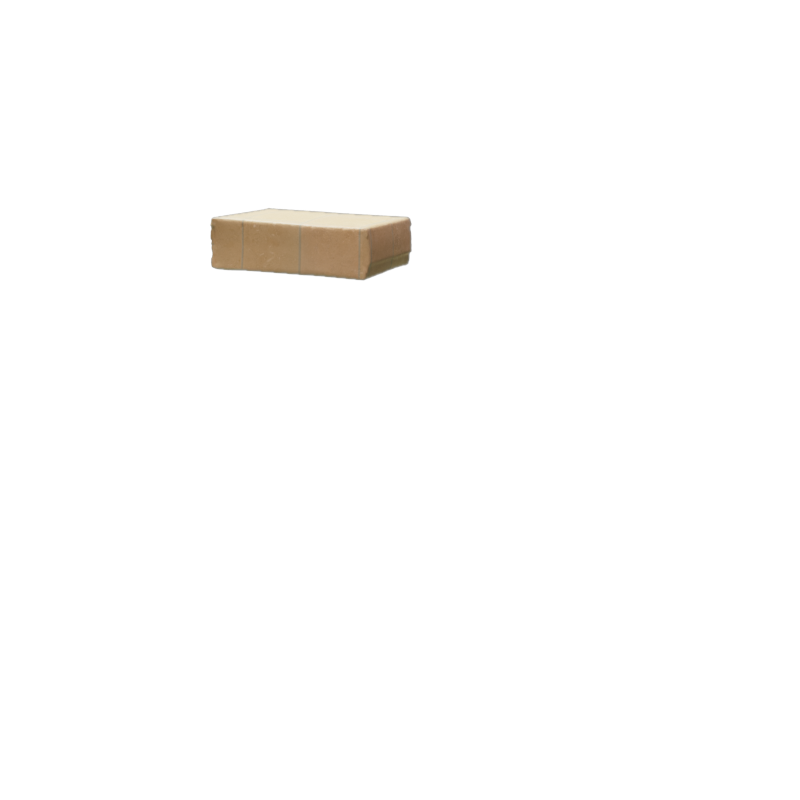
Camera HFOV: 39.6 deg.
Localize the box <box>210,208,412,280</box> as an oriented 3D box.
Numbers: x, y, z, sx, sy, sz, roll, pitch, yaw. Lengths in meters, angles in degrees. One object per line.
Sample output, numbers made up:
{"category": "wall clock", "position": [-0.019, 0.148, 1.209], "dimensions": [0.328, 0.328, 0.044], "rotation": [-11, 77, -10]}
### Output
{"category": "box", "position": [-0.059, -0.107, 0.749], "dimensions": [0.117, 0.038, 0.089], "rotation": [5, 13, 21]}
